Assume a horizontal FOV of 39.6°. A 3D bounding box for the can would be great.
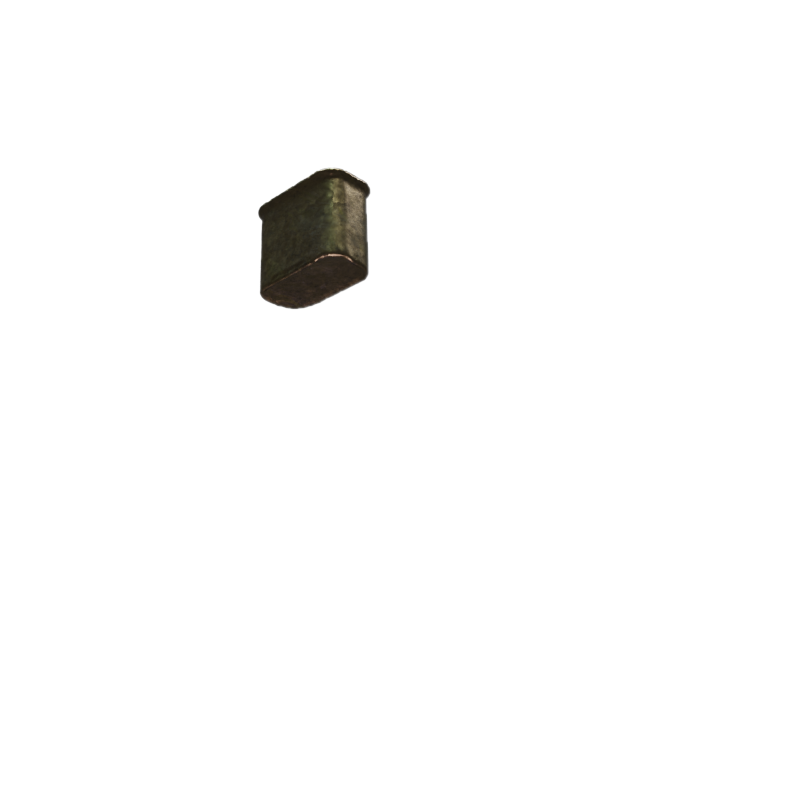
[{"bbox_3d":[-0.072,-0.132,0.926,0.102,0.089,0.054,-25,-37,36],"label":"can"}]
